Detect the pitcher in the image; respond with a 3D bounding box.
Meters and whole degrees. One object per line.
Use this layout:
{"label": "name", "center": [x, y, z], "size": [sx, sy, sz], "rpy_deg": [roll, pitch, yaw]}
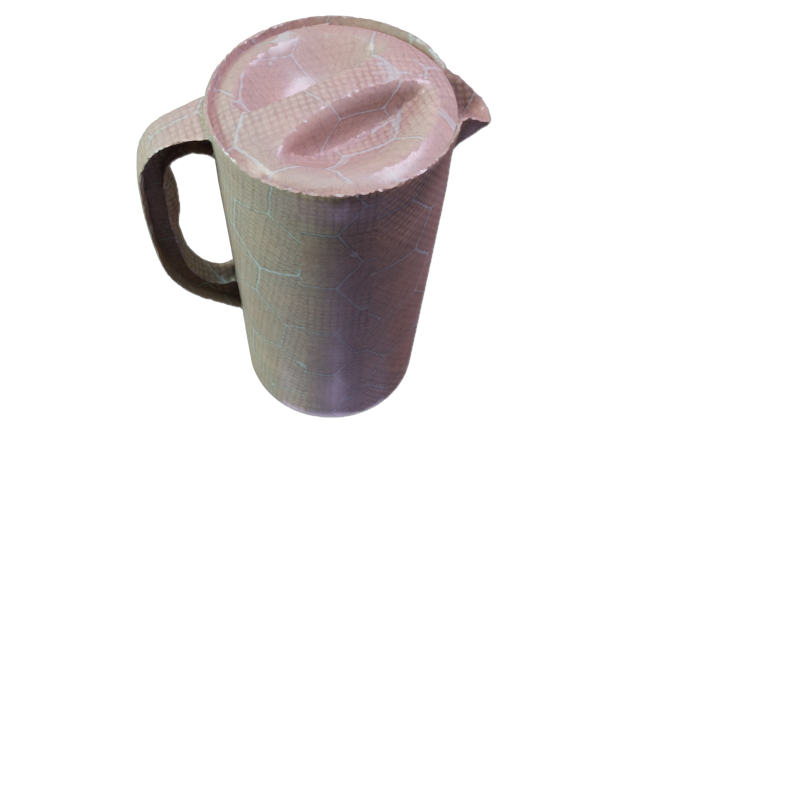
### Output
{"label": "pitcher", "center": [-0.051, -0.093, 0.653], "size": [0.156, 0.148, 0.227], "rpy_deg": [31, -31, 18]}
